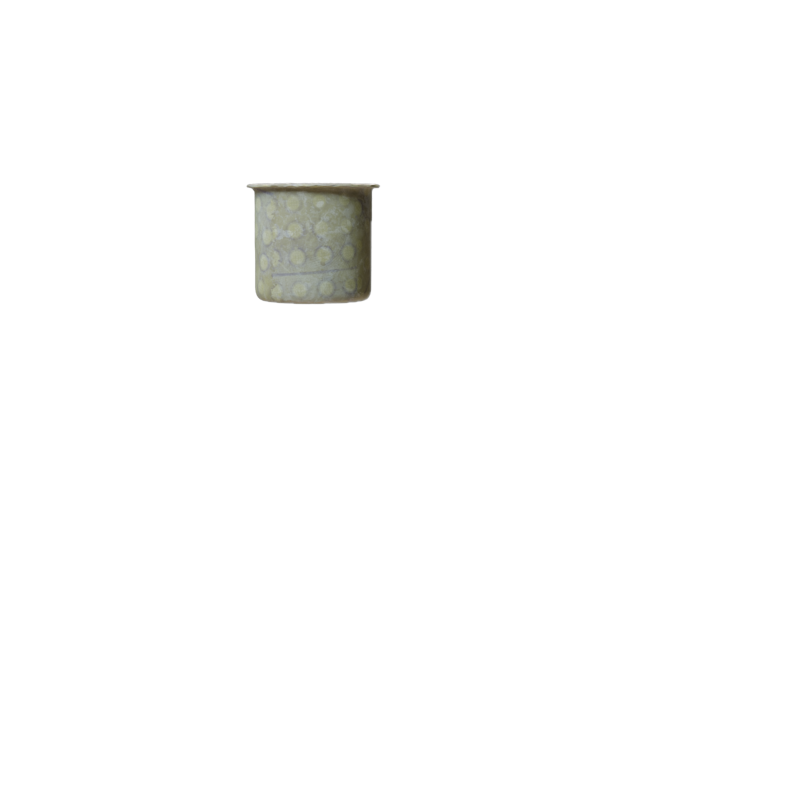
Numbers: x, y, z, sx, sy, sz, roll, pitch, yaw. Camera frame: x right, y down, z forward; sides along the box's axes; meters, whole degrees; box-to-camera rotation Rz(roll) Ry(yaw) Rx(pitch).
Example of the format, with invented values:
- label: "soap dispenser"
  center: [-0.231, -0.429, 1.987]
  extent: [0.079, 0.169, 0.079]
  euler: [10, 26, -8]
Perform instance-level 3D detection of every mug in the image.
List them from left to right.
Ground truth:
- label: "mug"
  center: [-0.062, -0.113, 0.788]
  extent: [0.093, 0.081, 0.119]
  euler: [0, 7, -3]
